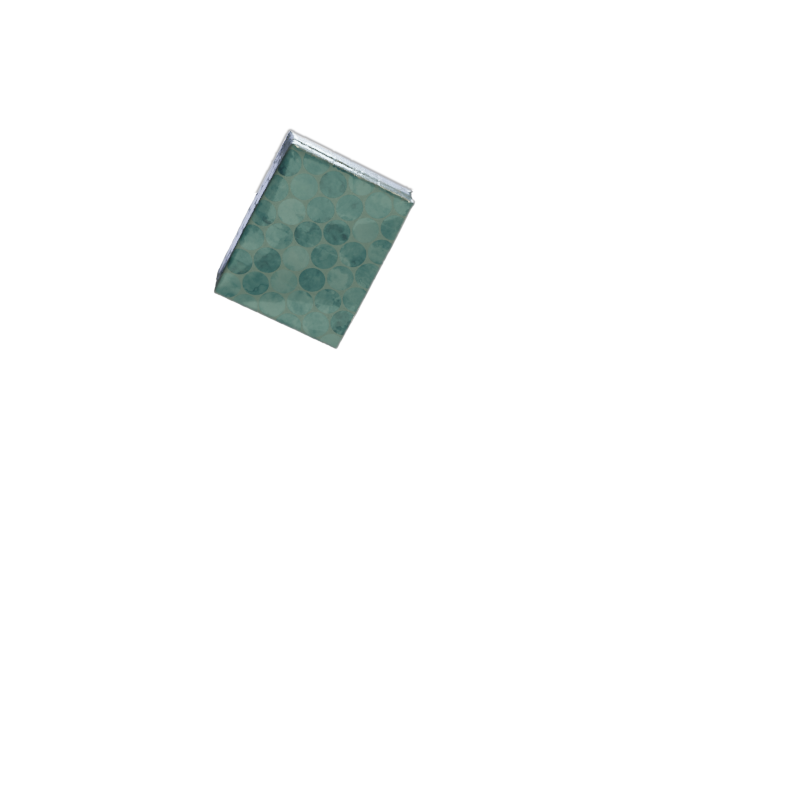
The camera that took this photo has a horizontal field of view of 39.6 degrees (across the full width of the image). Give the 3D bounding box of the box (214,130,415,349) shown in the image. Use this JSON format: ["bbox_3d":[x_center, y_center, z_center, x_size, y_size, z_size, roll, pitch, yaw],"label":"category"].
[{"bbox_3d":[-0.055,-0.101,0.707,0.088,0.111,0.041,26,19,-10],"label":"box"}]
